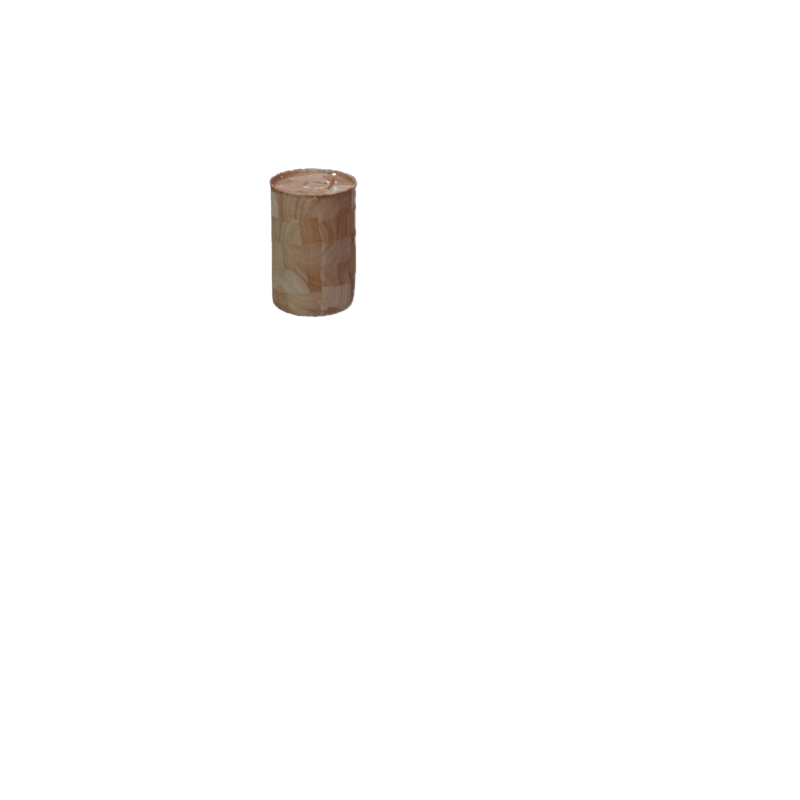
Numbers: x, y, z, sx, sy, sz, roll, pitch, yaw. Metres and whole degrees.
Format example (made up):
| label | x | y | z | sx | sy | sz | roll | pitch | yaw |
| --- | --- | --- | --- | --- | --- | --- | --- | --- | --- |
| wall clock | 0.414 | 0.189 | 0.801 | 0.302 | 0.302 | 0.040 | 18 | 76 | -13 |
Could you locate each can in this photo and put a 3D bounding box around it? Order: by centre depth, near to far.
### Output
| label | x | y | z | sx | sy | sz | roll | pitch | yaw |
| --- | --- | --- | --- | --- | --- | --- | --- | --- | --- |
| can | -0.069 | -0.125 | 0.877 | 0.068 | 0.097 | 0.072 | 0 | 24 | -2 |
